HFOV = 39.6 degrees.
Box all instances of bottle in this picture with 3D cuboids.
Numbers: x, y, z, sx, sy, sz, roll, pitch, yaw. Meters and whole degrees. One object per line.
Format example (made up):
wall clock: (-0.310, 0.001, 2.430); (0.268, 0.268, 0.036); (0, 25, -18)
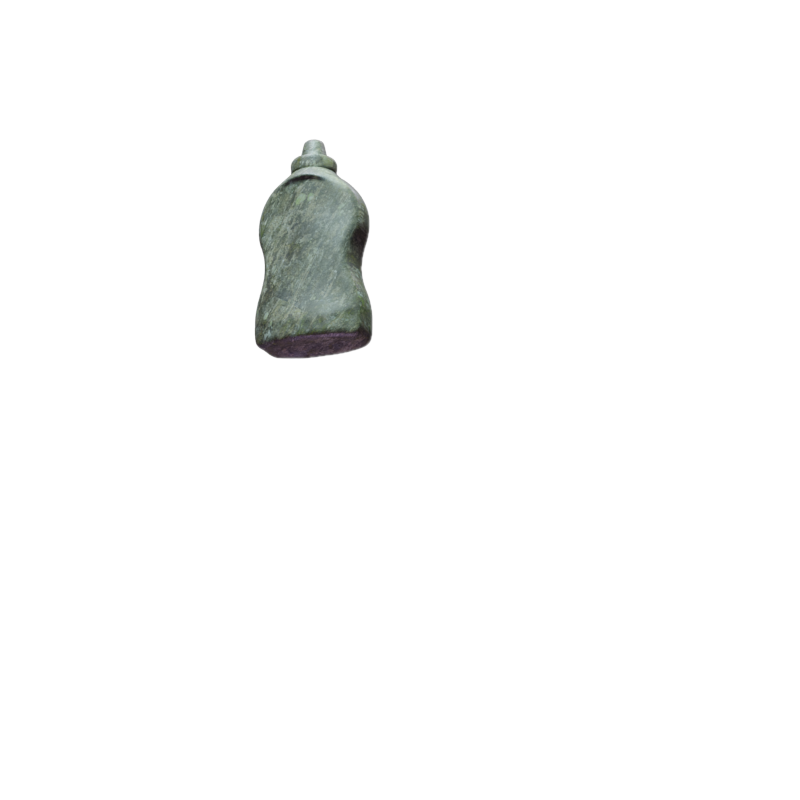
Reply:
bottle: (-0.074, -0.135, 0.947); (0.098, 0.202, 0.054); (-10, -24, 21)
